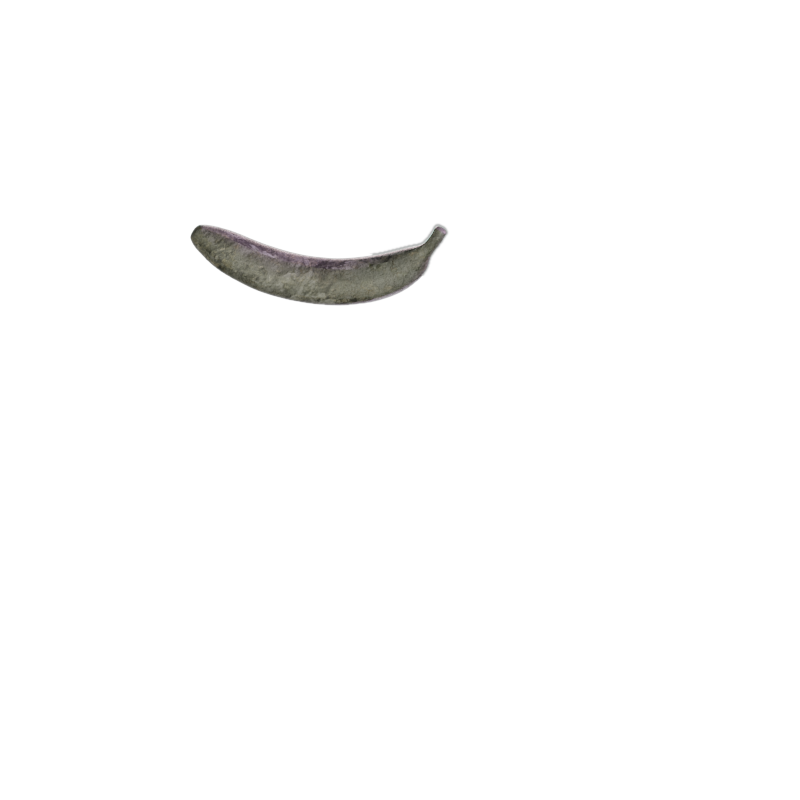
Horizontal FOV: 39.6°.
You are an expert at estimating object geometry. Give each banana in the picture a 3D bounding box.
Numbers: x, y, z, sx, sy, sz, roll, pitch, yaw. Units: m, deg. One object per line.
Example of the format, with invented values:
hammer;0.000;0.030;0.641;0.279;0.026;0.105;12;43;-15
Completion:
banana;-0.064;-0.107;0.872;0.198;0.066;0.038;-1;21;0
